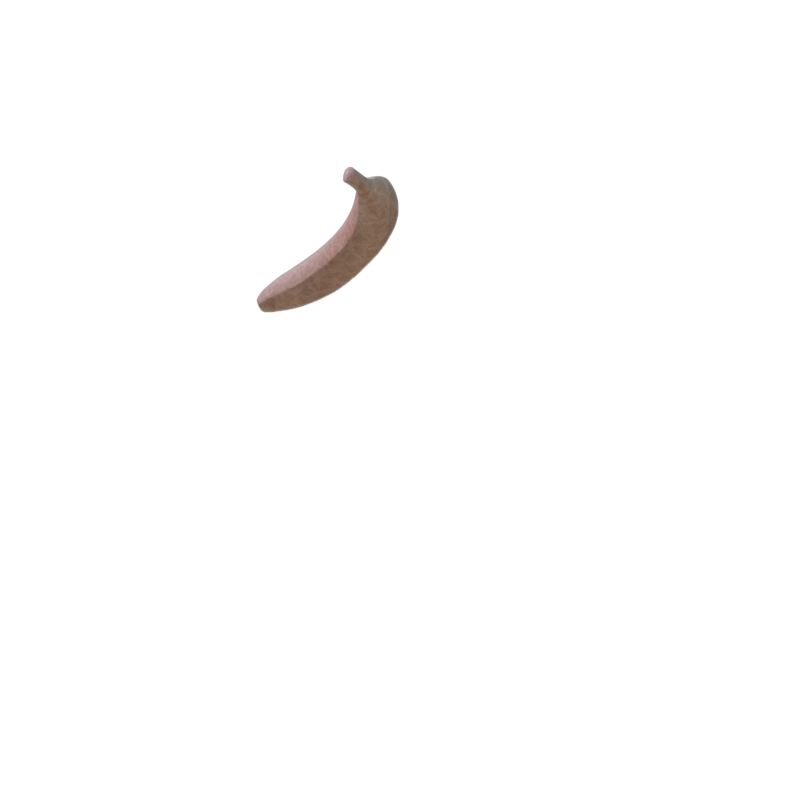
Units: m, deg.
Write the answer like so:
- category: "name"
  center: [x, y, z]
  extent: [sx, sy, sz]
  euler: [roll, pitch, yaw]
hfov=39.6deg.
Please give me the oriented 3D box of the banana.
- category: "banana"
  center: [-0.051, -0.124, 0.885]
  extent: [0.067, 0.039, 0.191]
  euler: [14, -35, -22]
